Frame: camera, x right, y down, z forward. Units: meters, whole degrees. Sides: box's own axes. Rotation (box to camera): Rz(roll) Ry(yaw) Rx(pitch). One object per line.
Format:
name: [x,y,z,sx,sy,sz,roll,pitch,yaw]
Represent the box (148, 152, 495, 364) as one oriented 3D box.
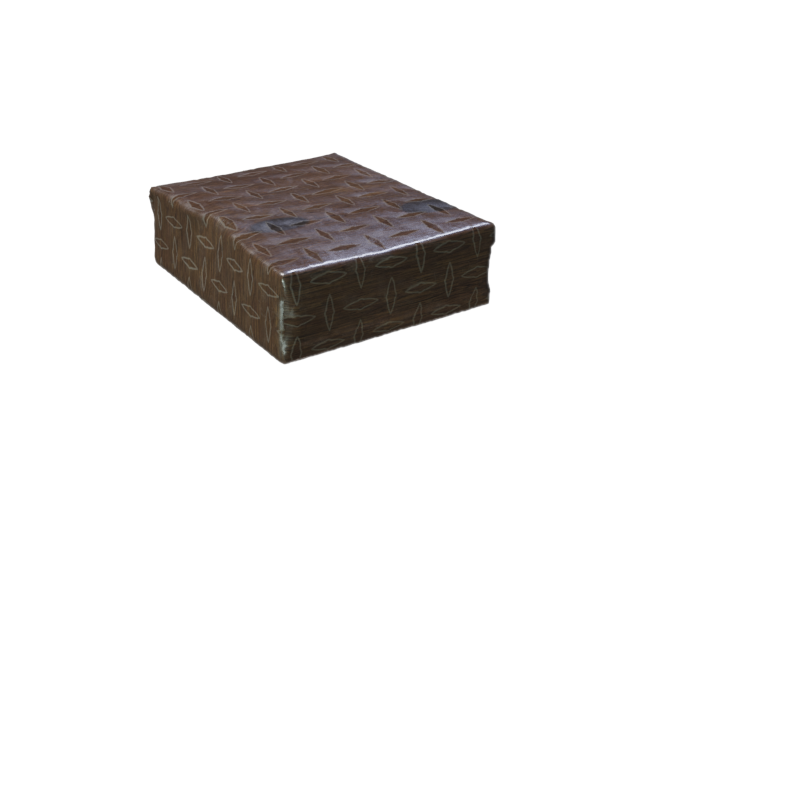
box: [-0.027,-0.049,0.345,0.072,0.029,0.096,-17,32,-29]
